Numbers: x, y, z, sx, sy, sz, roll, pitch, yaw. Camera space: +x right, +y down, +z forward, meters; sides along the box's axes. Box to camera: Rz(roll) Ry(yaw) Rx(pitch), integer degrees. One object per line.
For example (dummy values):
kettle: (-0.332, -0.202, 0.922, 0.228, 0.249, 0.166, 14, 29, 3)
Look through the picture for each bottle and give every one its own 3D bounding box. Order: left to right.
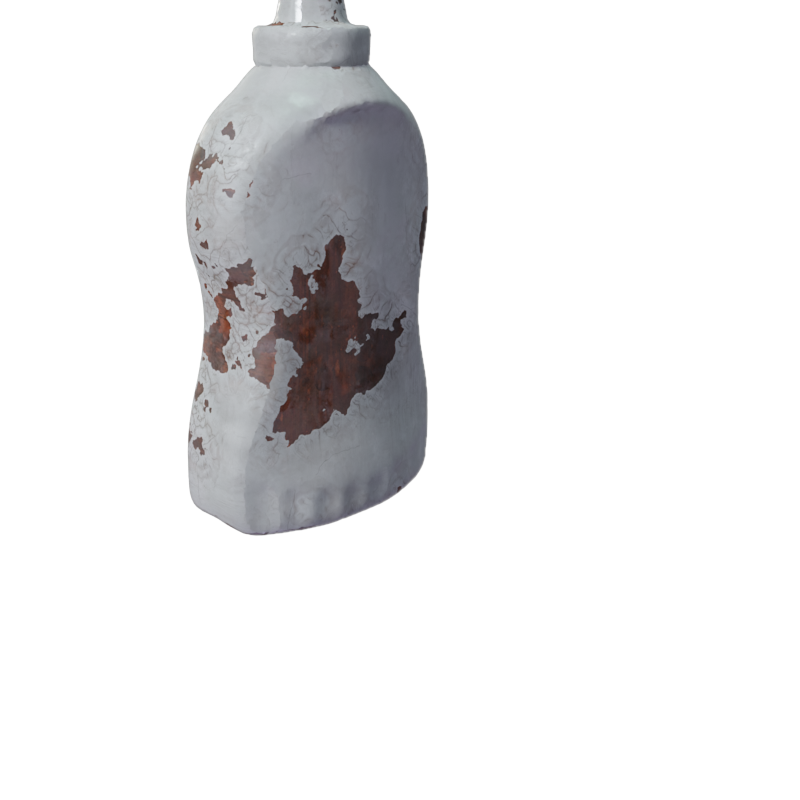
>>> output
bottle: (-0.031, -0.056, 0.395, 0.094, 0.186, 0.062, -11, 18, -41)
